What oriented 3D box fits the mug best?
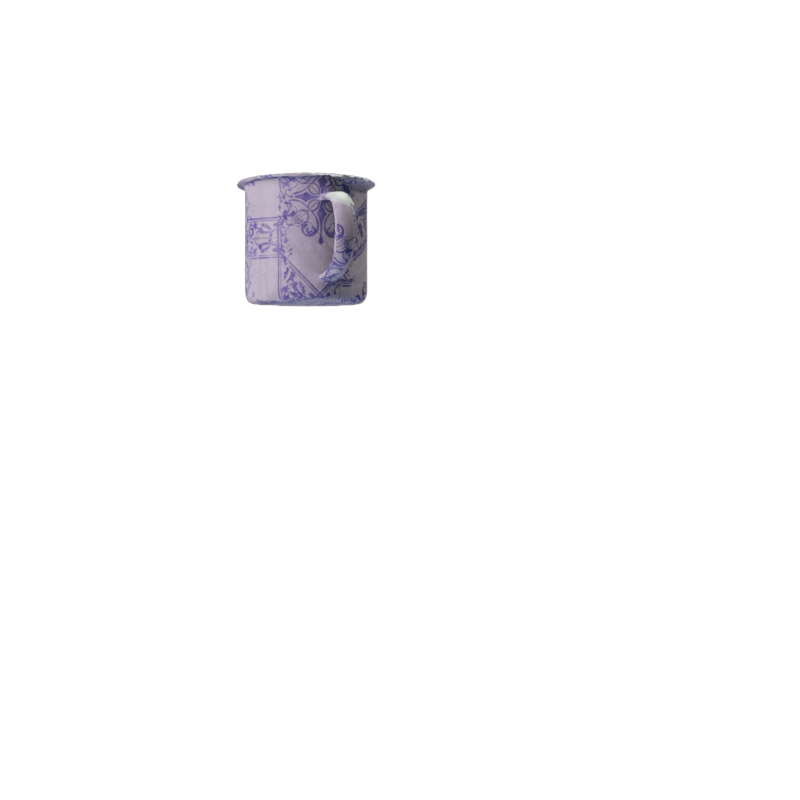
[{"bbox_3d":[-0.057,-0.104,0.729,0.090,0.082,0.120,1,-1,-27],"label":"mug"}]
